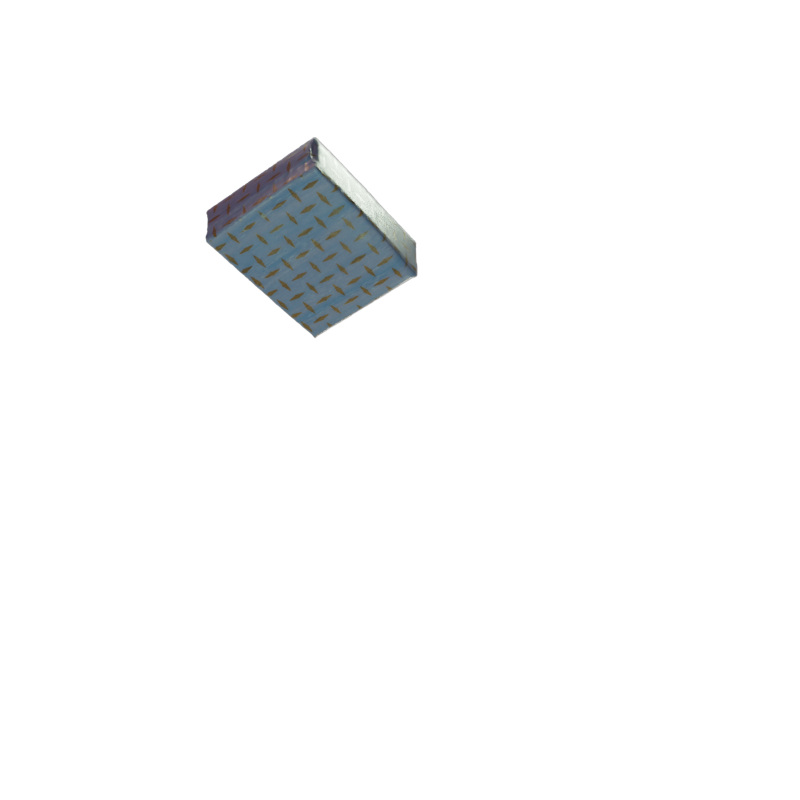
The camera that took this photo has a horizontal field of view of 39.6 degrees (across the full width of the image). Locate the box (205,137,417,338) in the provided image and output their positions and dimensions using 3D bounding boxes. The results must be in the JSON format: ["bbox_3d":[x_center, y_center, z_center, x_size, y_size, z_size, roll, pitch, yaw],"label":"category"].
[{"bbox_3d":[-0.056,-0.101,0.710,0.090,0.042,0.106,-30,-55,23],"label":"box"}]
